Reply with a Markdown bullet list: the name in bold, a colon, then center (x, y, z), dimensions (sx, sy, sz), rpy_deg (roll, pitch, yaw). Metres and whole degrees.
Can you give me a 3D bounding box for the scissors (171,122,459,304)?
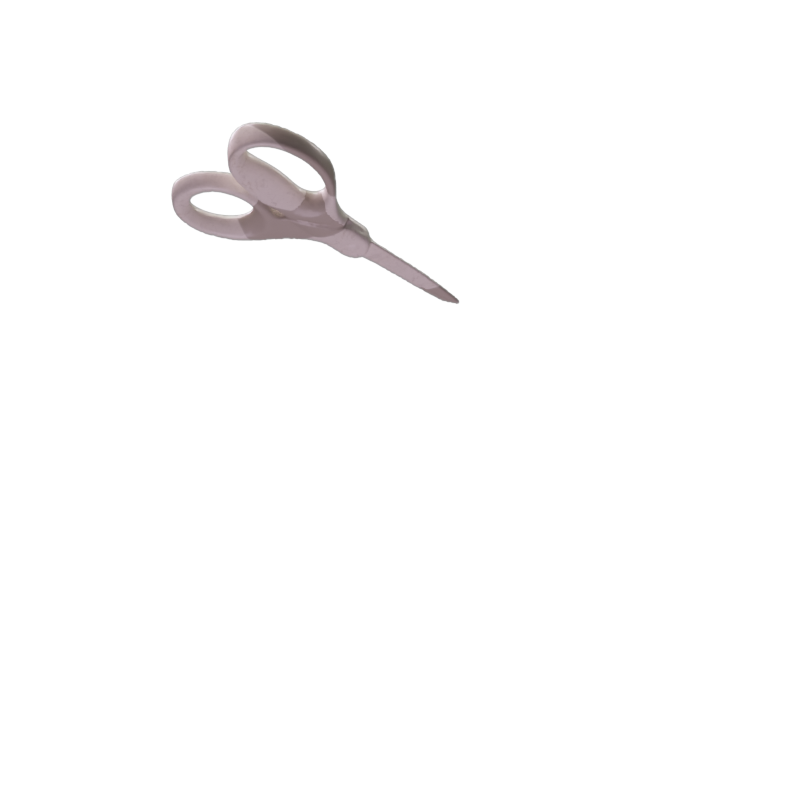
- **scissors**: center (-0.048, -0.087, 0.610), dimensions (0.098, 0.017, 0.187), rpy_deg (-12, -29, 22)
